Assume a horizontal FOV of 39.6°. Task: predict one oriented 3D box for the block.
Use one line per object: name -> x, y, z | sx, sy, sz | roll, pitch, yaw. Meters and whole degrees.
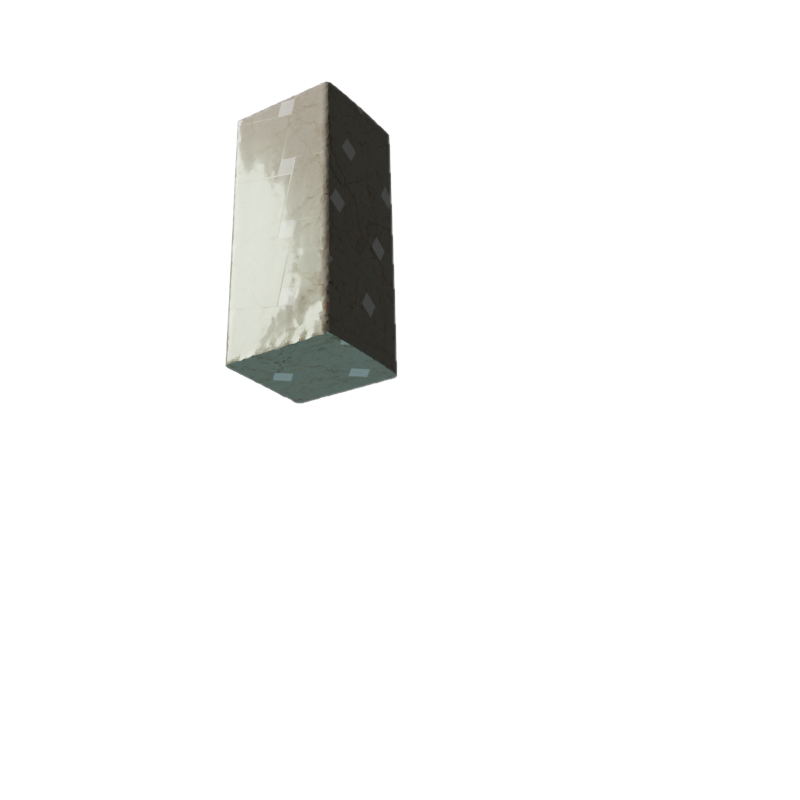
block -> -0.063, -0.116, 0.815 | 0.092, 0.219, 0.084 | -19, -32, 28
